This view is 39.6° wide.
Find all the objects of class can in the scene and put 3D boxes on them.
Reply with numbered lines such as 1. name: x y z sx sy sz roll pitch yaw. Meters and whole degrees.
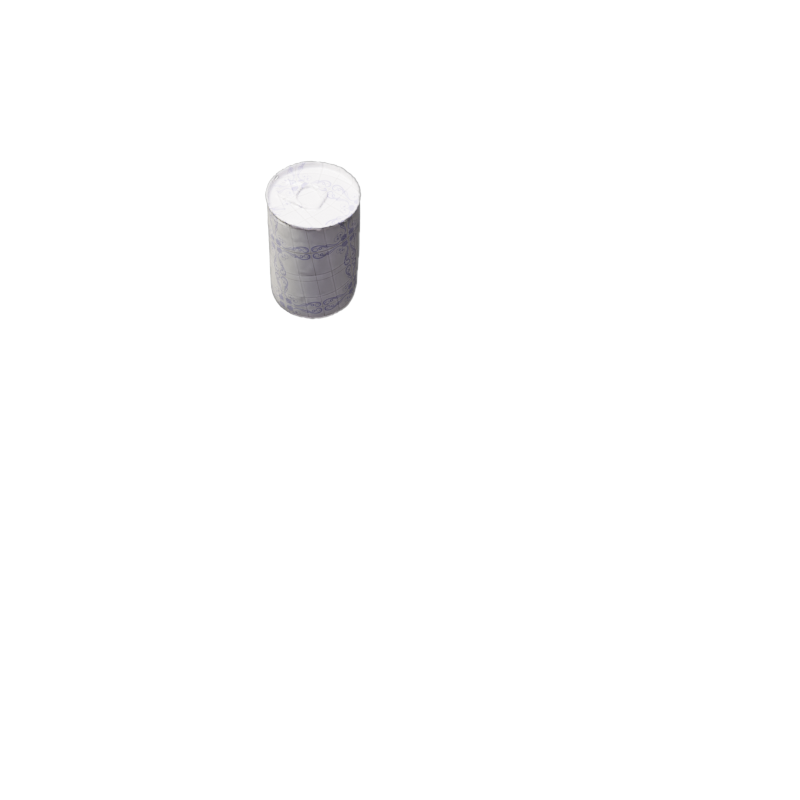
1. can: -0.064 -0.117 0.822 0.068 0.073 0.095 0 -39 -3
